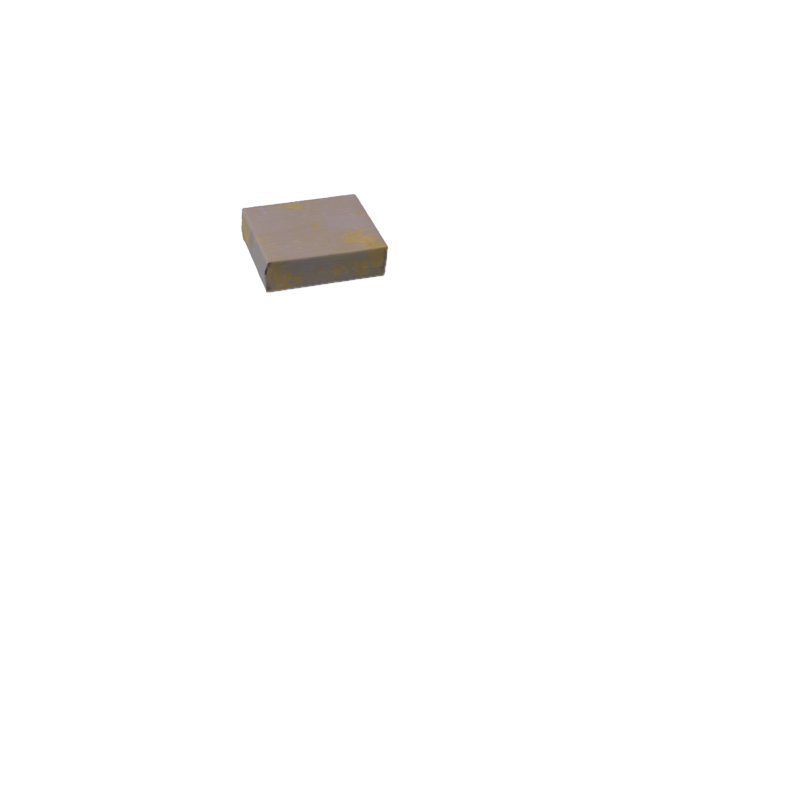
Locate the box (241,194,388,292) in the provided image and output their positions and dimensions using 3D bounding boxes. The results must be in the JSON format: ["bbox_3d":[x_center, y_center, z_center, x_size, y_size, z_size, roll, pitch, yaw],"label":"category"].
[{"bbox_3d":[-0.078,-0.142,0.994,0.112,0.036,0.097,-12,40,-15],"label":"box"}]
